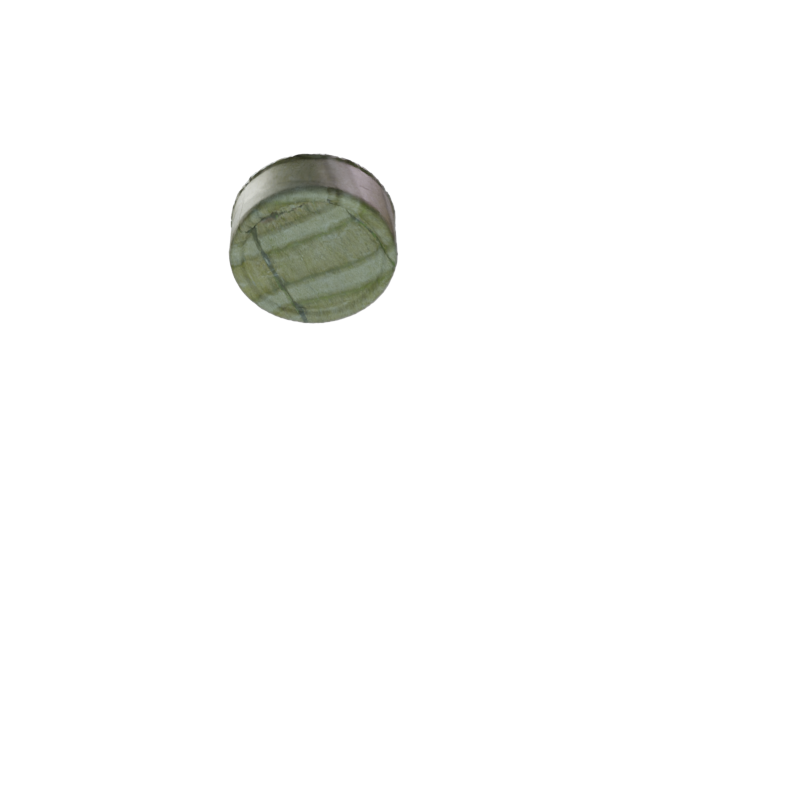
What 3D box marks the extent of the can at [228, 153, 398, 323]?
[{"bbox_3d":[-0.044,-0.080,0.563,0.086,0.080,0.036,1,40,-1],"label":"can"}]
